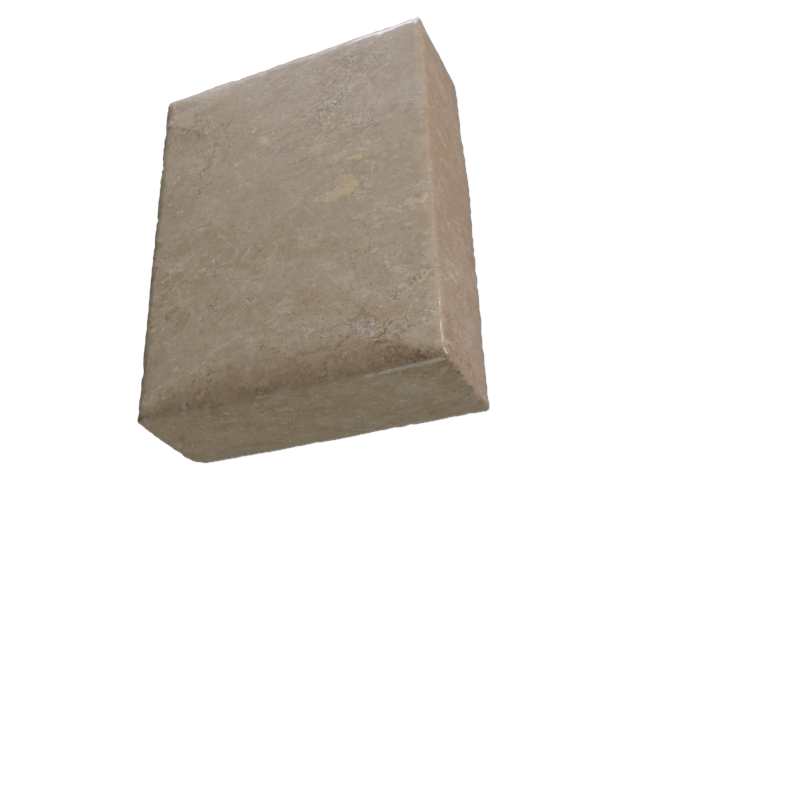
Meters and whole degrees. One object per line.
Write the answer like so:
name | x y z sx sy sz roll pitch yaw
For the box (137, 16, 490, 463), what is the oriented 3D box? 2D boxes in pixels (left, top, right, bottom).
box | -0.047 -0.085 0.597 0.166 0.228 0.066 -14 -34 19
